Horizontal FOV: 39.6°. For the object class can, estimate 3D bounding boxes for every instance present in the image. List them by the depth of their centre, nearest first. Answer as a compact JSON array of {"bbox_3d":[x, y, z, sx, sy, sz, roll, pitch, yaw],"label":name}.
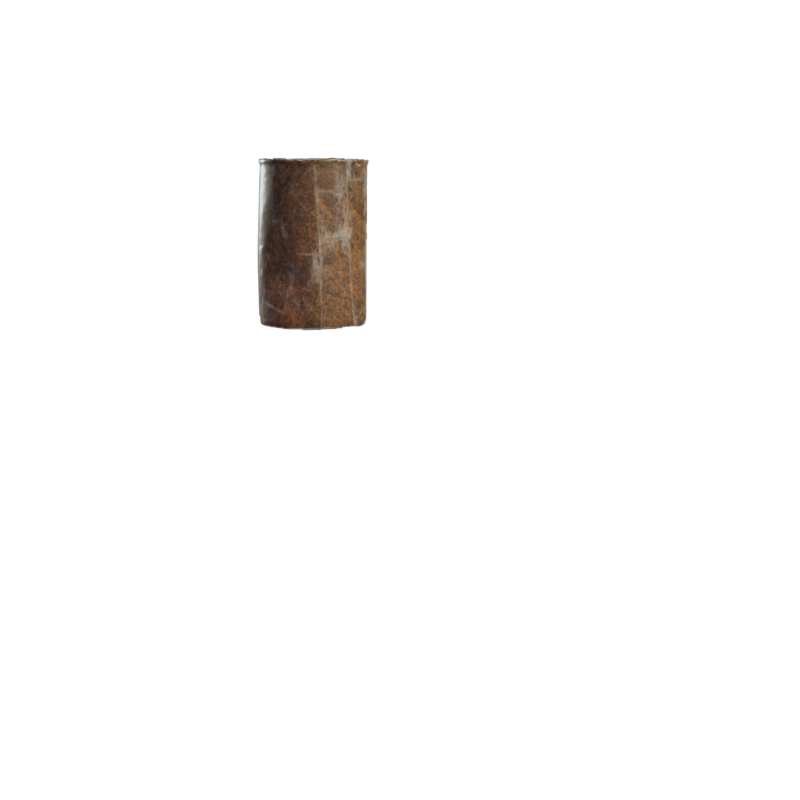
[{"bbox_3d":[-0.054,-0.098,0.684,0.068,0.101,0.069,0,5,-2],"label":"can"}]
